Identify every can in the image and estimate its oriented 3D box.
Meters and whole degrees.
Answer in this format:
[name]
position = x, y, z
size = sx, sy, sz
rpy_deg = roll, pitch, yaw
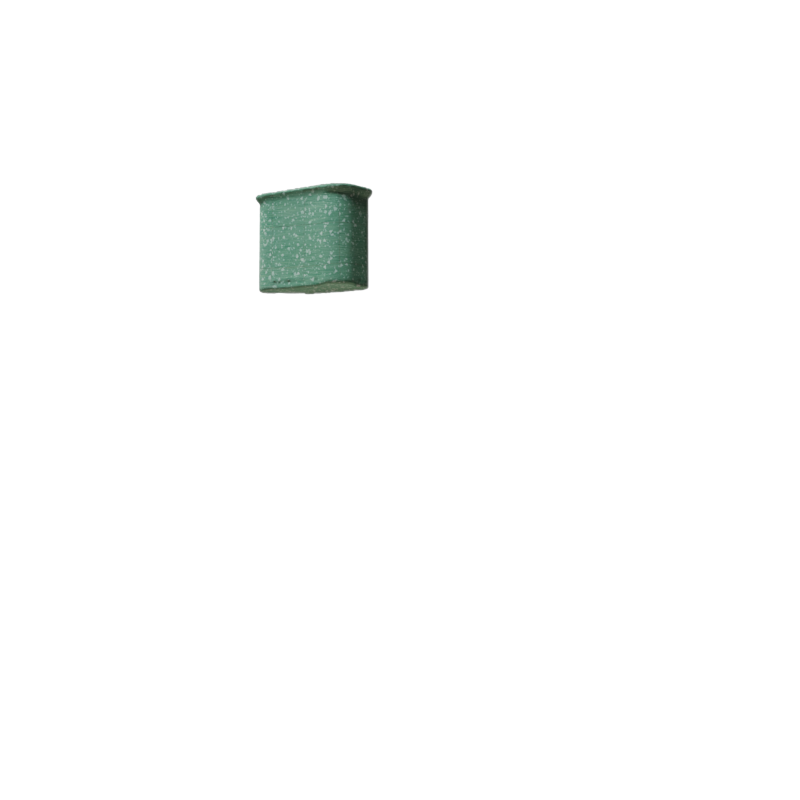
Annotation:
[can]
position = -0.074, -0.134, 0.941
size = 0.105, 0.085, 0.055
rpy_deg = -3, -6, 37
